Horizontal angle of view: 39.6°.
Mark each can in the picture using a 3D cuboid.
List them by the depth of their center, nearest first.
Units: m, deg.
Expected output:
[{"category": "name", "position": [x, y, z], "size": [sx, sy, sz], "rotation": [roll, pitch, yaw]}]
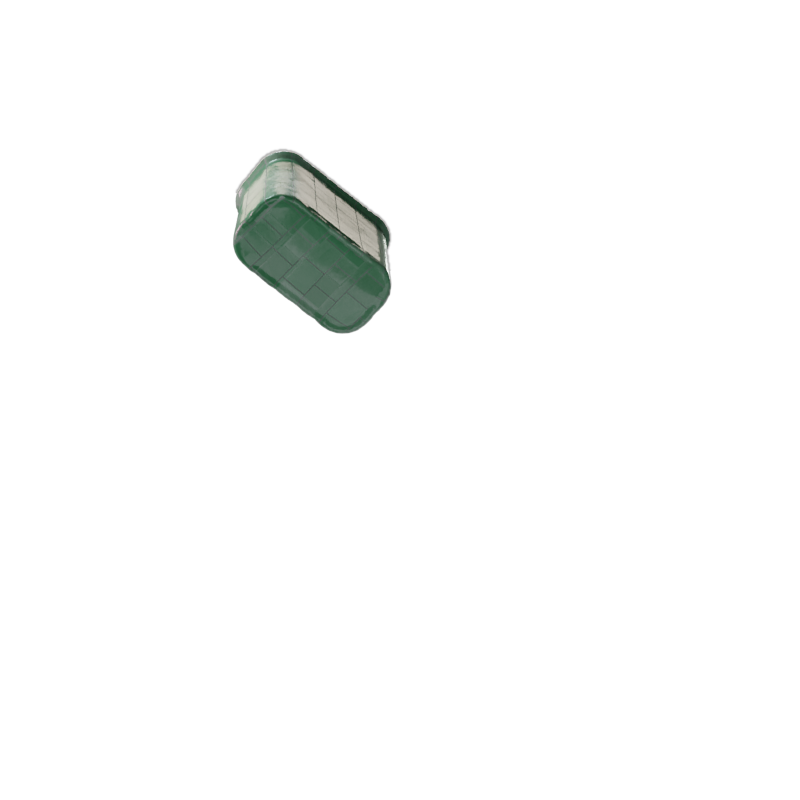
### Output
[{"category": "can", "position": [-0.053, -0.097, 0.678], "size": [0.098, 0.057, 0.088], "rotation": [36, 18, -16]}]
